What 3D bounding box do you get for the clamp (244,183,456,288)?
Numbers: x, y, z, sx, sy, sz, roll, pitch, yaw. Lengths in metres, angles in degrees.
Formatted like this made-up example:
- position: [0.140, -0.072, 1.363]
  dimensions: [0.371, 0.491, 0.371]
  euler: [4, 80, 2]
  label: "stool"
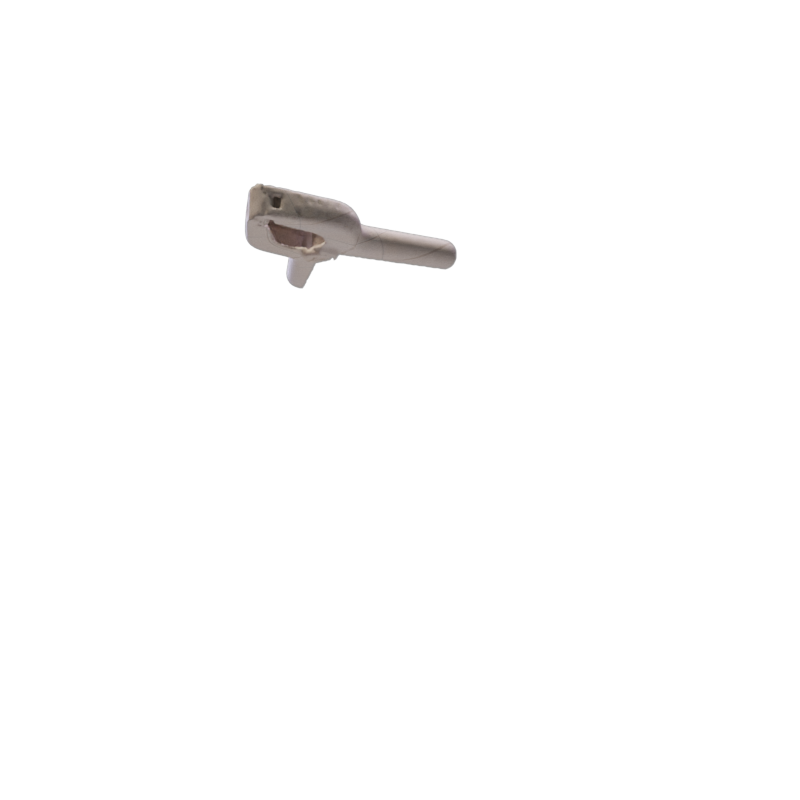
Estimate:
- position: [-0.072, -0.132, 0.924]
  dimensions: [0.168, 0.038, 0.198]
  euler: [-7, -13, 34]
  label: "clamp"
